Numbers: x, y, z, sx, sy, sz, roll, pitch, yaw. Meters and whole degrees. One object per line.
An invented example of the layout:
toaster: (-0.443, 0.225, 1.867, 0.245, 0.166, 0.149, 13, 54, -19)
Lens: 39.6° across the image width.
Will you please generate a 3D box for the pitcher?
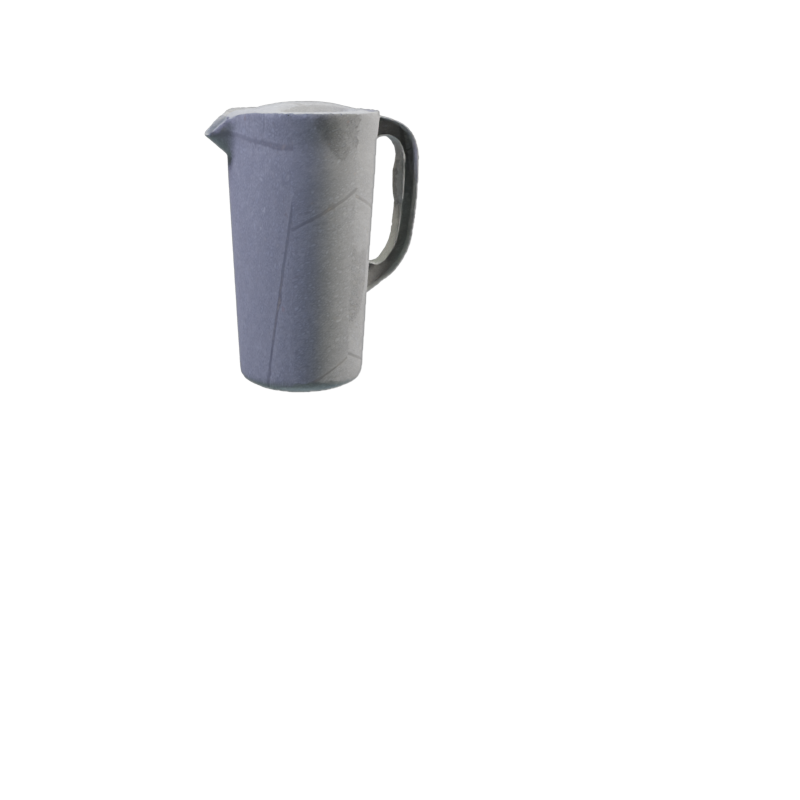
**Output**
pitcher: (-0.075, -0.138, 0.964, 0.154, 0.237, 0.144, 6, 13, 23)
